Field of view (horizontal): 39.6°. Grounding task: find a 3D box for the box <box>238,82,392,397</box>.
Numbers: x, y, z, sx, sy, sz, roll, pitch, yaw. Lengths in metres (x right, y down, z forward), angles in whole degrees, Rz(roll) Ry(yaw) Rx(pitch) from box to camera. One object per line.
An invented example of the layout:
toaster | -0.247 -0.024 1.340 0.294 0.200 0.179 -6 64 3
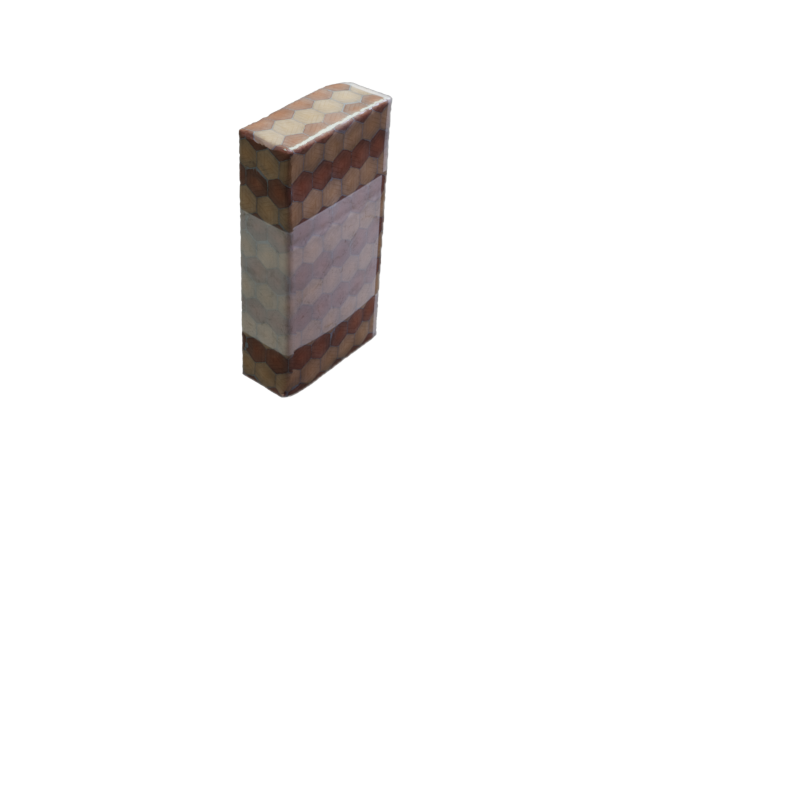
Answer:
box | -0.052 -0.096 0.668 0.051 0.165 0.094 25 41 29
